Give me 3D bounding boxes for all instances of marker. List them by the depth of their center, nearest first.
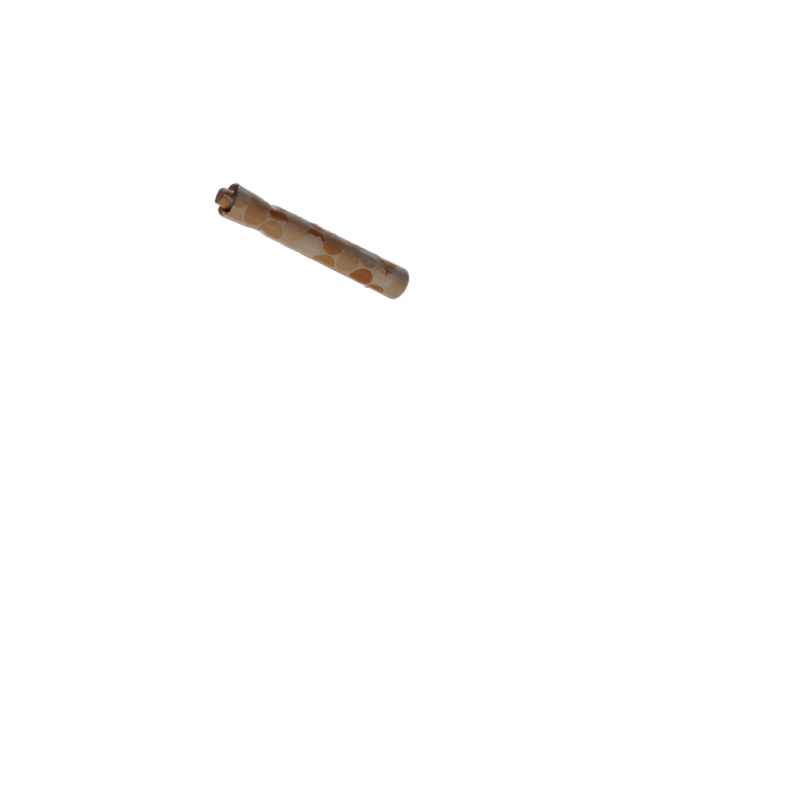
[{"bbox_3d":[-0.046,-0.084,0.589,0.114,0.020,0.020,23,-9,-30],"label":"marker"}]
